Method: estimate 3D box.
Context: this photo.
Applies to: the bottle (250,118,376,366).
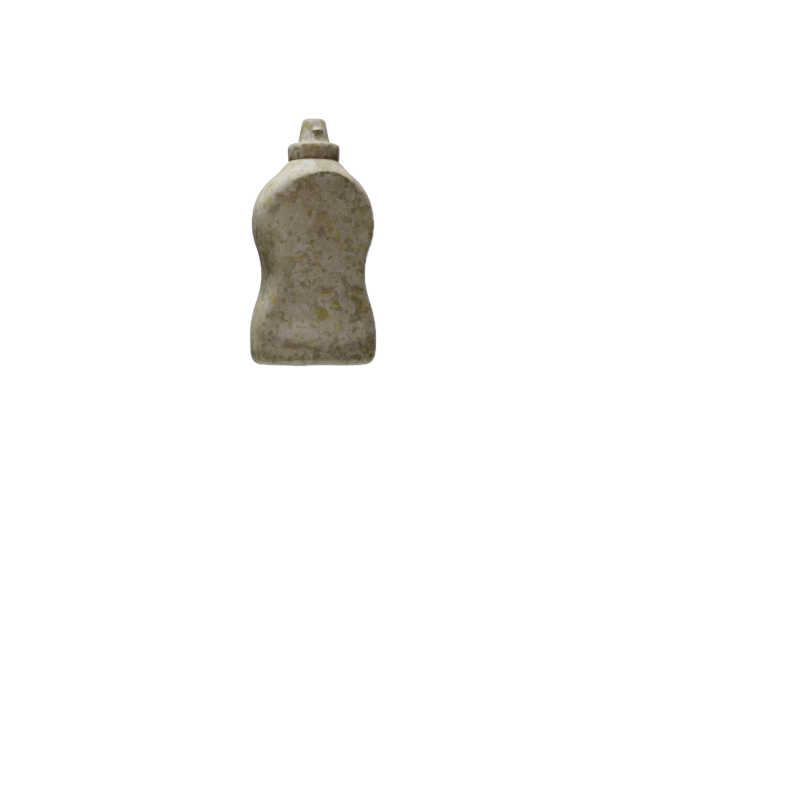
[{"bbox_3d":[-0.067,-0.123,0.863,0.094,0.194,0.059,1,-5,-20],"label":"bottle"}]
